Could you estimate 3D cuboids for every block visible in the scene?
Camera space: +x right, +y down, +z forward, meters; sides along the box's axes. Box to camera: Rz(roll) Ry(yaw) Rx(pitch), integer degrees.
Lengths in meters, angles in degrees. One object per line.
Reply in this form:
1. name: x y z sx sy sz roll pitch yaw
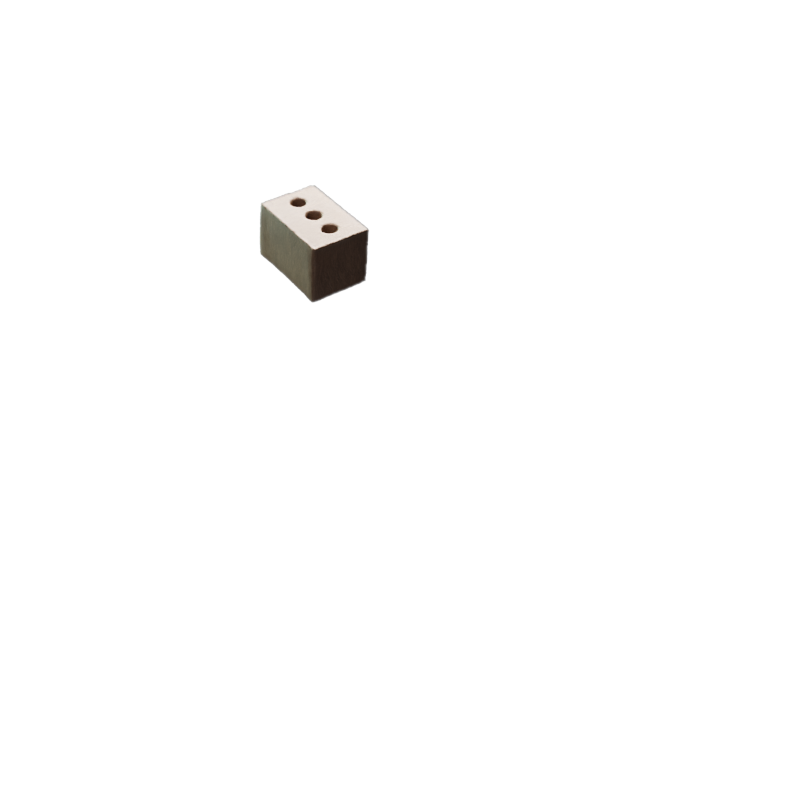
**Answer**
1. block: -0.067 -0.123 0.860 0.052 0.048 0.084 -23 45 -27
